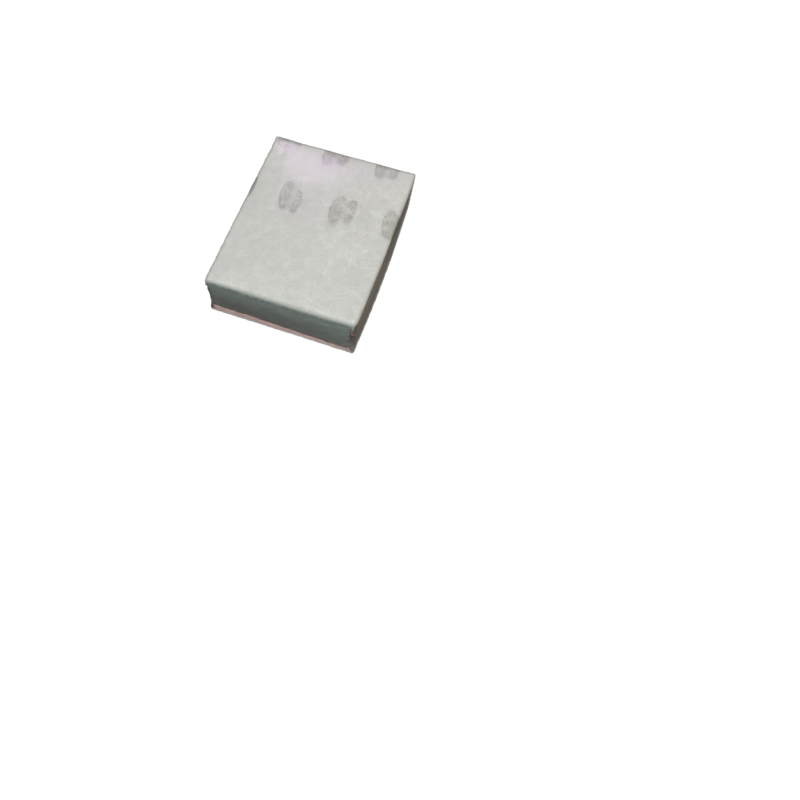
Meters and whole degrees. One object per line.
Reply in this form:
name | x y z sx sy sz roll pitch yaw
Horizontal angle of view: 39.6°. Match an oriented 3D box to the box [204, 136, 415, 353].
box | -0.050 -0.092 0.646 0.092 0.119 0.036 16 -31 9
